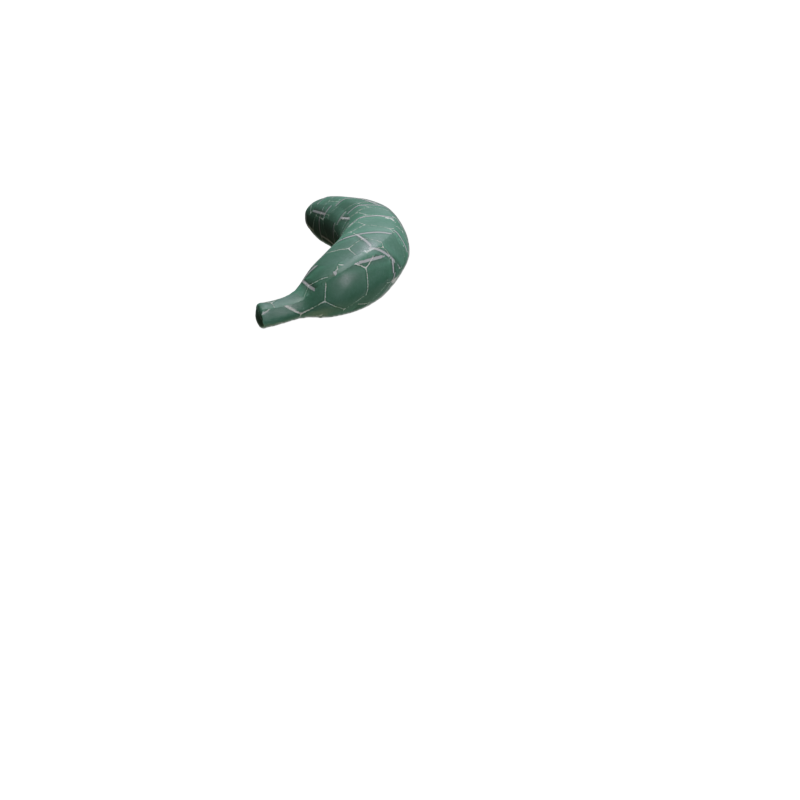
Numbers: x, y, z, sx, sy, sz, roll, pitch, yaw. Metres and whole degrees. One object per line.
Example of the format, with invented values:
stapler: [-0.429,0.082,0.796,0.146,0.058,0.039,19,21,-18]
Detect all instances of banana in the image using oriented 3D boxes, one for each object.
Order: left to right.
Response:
banana: [-0.029,-0.084,0.600,0.070,0.035,0.204,1,21,3]
